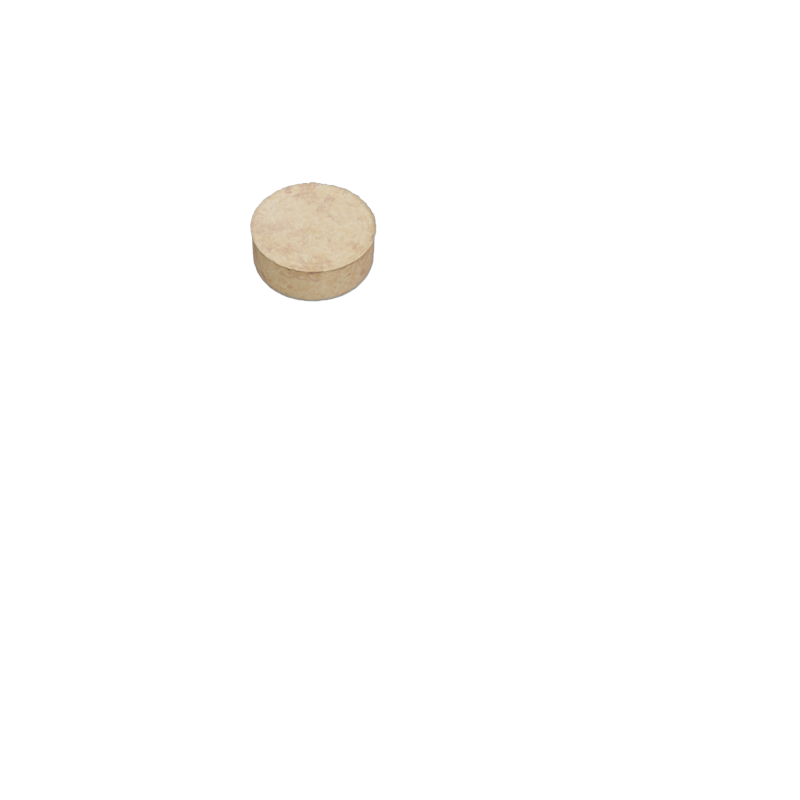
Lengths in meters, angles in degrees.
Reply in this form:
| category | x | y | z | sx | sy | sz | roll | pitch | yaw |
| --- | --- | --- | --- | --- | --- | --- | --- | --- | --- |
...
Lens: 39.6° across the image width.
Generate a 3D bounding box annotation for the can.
| category | x | y | z | sx | sy | sz | roll | pitch | yaw |
| --- | --- | --- | --- | --- | --- | --- | --- | --- | --- |
| can | -0.060 | -0.109 | 0.765 | 0.086 | 0.092 | 0.031 | -1 | -41 | -1 |
